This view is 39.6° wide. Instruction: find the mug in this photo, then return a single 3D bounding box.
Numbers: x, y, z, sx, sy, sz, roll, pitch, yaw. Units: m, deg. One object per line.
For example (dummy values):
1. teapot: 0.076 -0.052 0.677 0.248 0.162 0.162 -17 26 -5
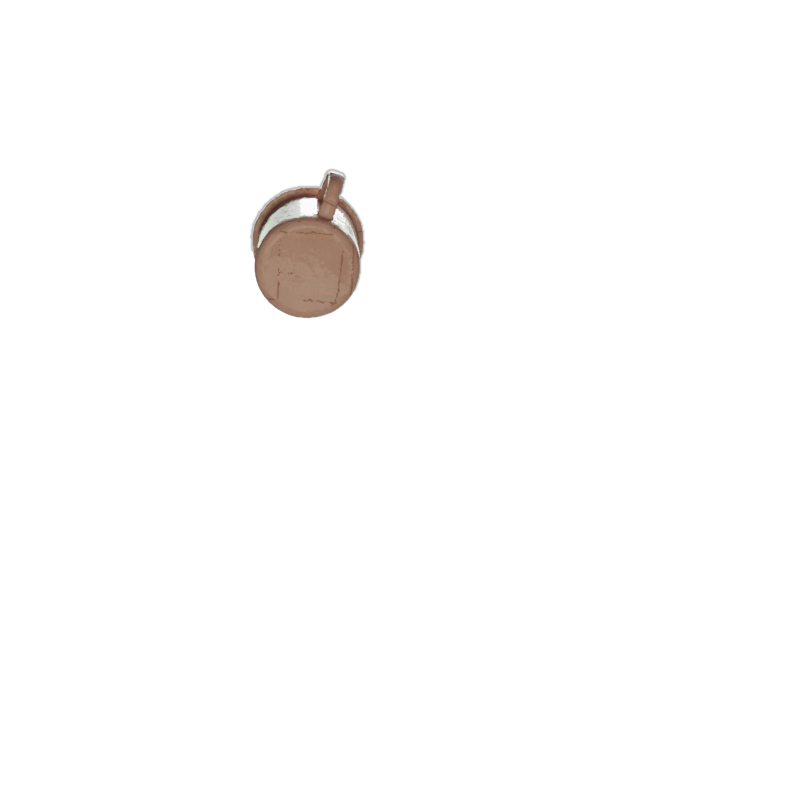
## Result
1. mug: -0.069 -0.125 0.876 0.092 0.114 0.085 22 17 -10
